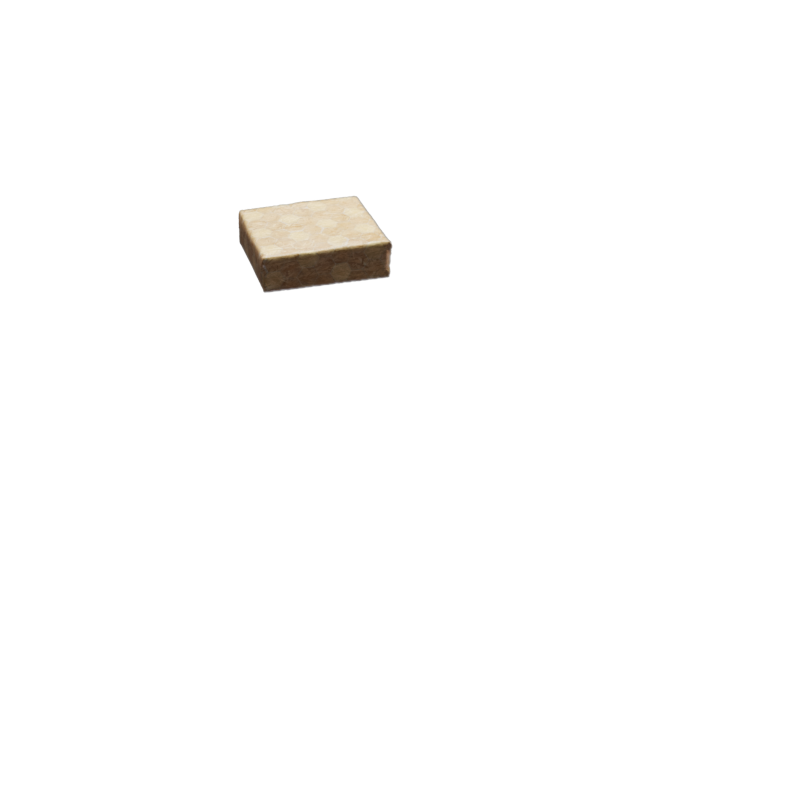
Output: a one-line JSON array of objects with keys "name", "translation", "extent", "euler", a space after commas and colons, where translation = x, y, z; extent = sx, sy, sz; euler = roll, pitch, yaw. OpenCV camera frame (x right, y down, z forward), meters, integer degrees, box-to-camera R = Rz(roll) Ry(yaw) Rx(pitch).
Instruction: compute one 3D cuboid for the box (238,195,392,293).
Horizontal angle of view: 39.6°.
[{"name": "box", "translation": [-0.058, -0.107, 0.749], "extent": [0.088, 0.028, 0.079], "euler": [-10, 35, -15]}]
